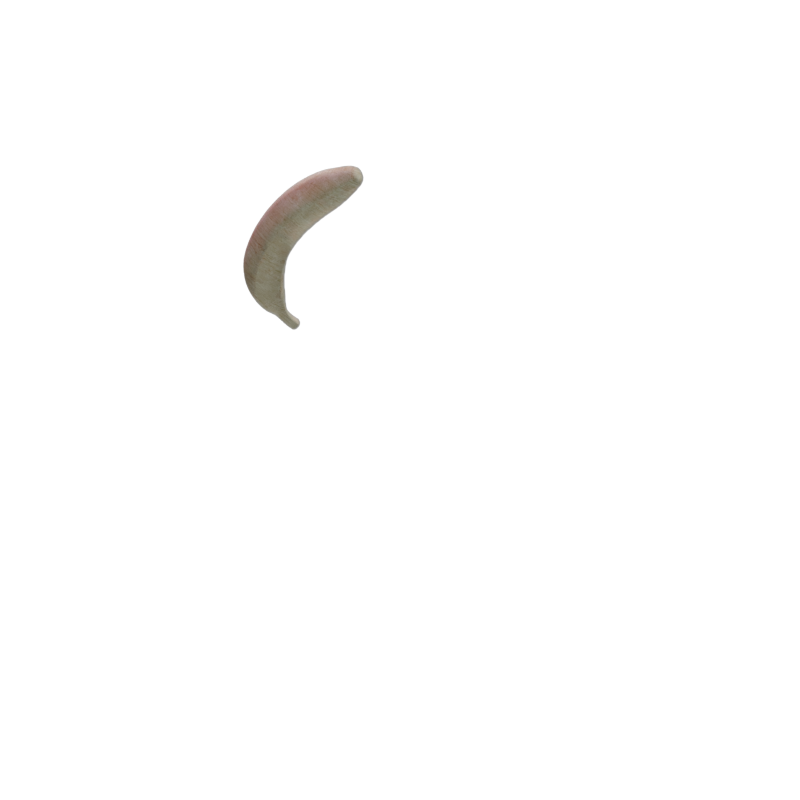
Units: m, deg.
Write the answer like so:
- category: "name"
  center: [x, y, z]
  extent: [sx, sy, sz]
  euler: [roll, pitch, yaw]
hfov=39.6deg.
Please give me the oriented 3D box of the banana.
- category: "banana"
  center: [-0.094, -0.137, 0.955]
  extent: [0.068, 0.039, 0.189]
  euler: [13, -41, -16]
